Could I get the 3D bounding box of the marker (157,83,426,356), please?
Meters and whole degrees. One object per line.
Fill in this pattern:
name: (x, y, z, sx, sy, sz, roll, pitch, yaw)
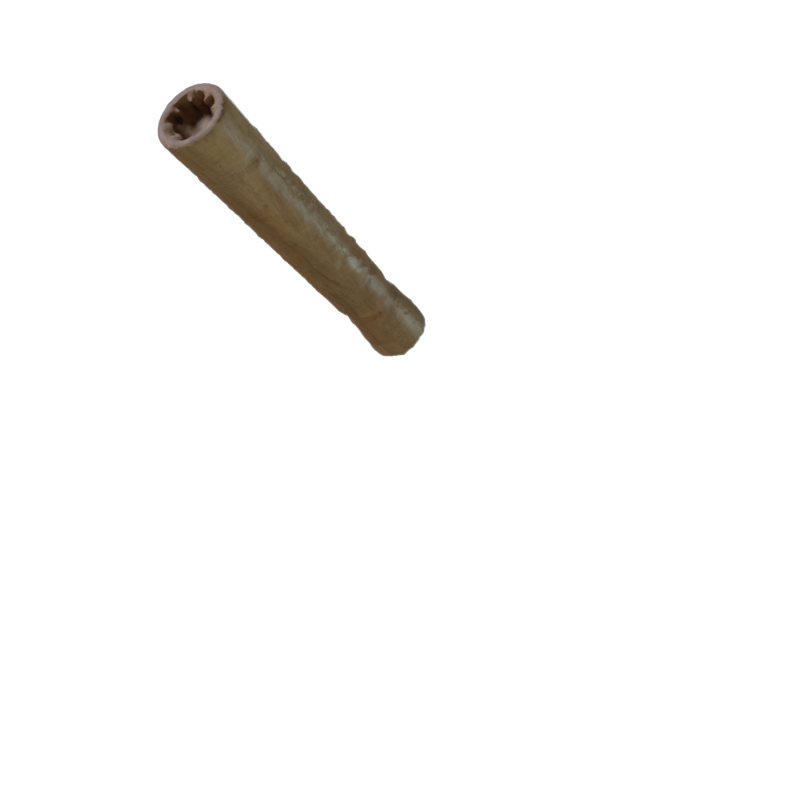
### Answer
marker: (-0.023, -0.043, 0.300, 0.020, 0.021, 0.112, 2, -23, 31)
